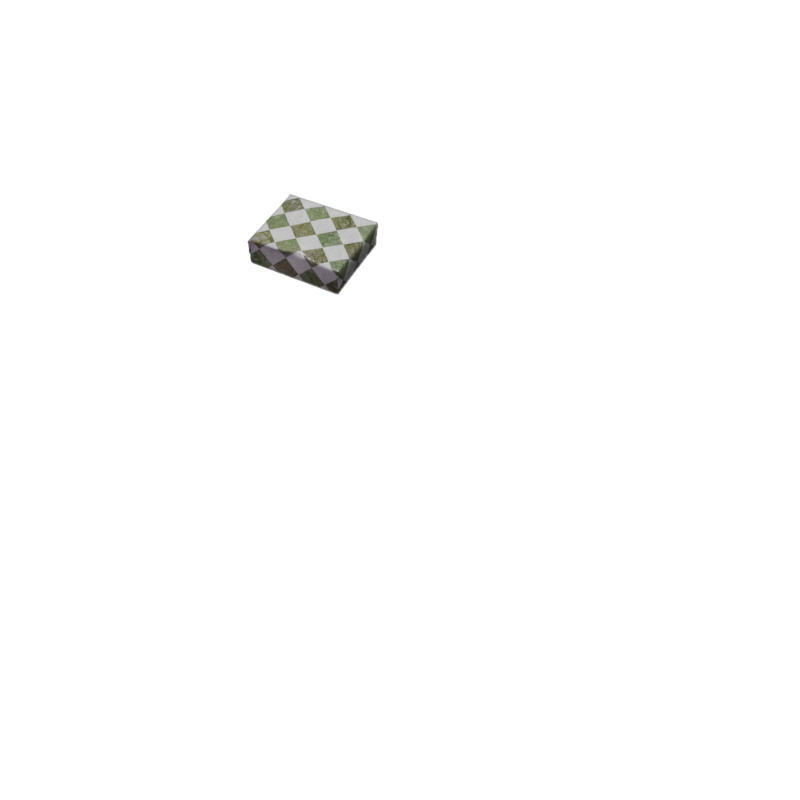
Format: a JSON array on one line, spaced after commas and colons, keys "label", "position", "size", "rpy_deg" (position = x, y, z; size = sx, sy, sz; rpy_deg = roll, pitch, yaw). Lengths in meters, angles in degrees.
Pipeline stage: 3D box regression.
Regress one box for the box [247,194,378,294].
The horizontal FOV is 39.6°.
[{"label": "box", "position": [-0.075, -0.136, 0.951], "size": [0.093, 0.028, 0.075], "rpy_deg": [21, 48, 19]}]
